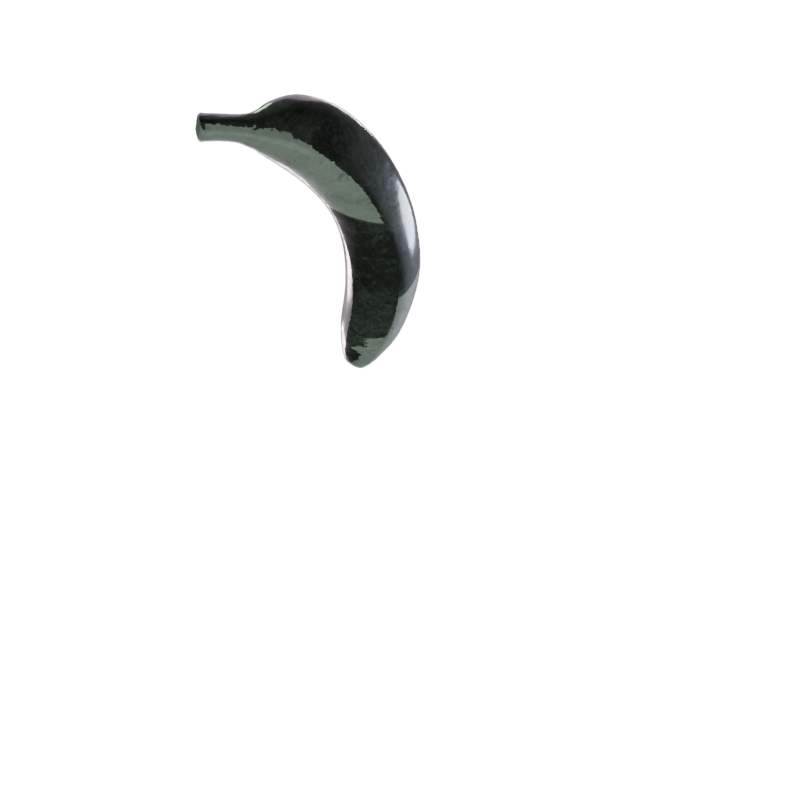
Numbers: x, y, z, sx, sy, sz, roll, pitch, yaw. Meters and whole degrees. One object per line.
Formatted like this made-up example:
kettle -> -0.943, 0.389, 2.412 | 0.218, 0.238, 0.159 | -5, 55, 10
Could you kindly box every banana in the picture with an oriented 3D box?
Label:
banana -> -0.026, -0.083, 0.533 | 0.070, 0.039, 0.182 | -13, -39, 15
